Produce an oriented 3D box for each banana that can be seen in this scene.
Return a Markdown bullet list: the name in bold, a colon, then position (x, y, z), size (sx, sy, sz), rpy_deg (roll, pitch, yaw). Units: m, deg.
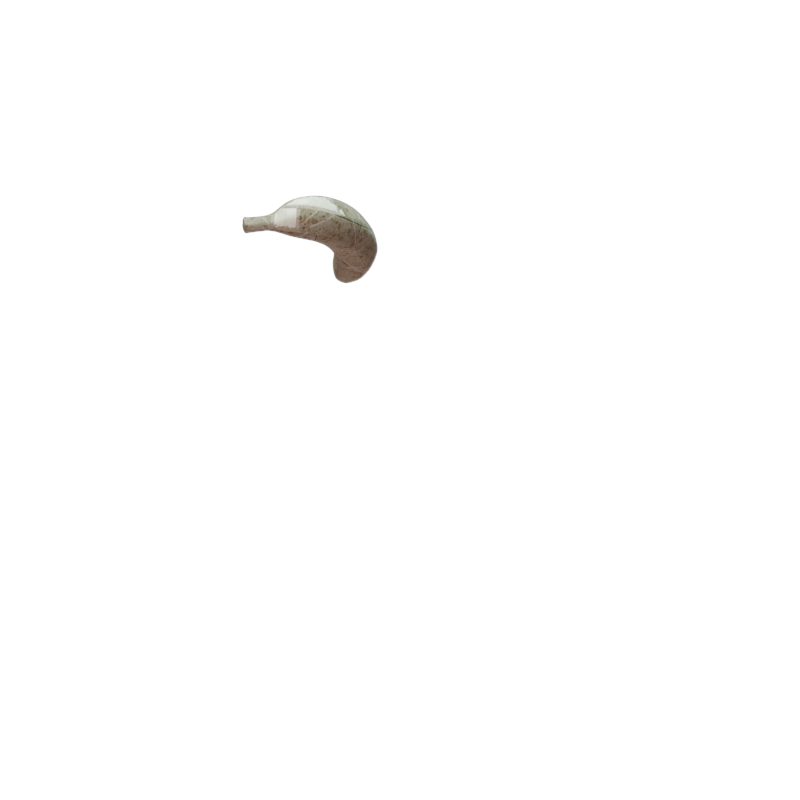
- **banana**: position (-0.056, -0.133, 0.907), size (0.071, 0.038, 0.187), rpy_deg (-4, -10, 21)
